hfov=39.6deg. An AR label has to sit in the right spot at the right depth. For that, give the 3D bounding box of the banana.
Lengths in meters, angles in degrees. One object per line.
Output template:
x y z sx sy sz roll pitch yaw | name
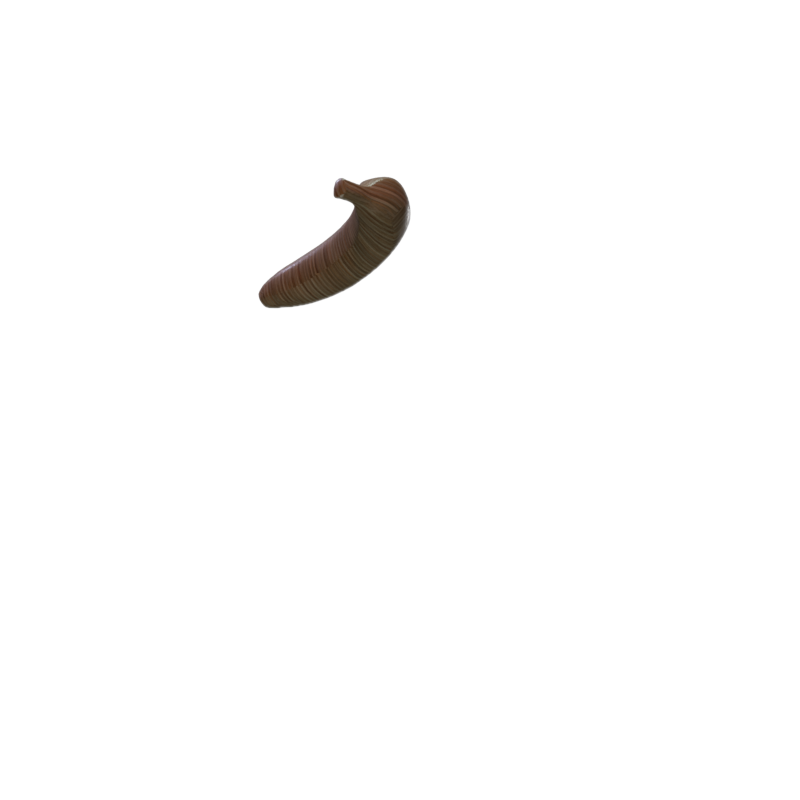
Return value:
-0.039 -0.105 0.740 0.068 0.039 0.193 7 -20 -19 | banana
